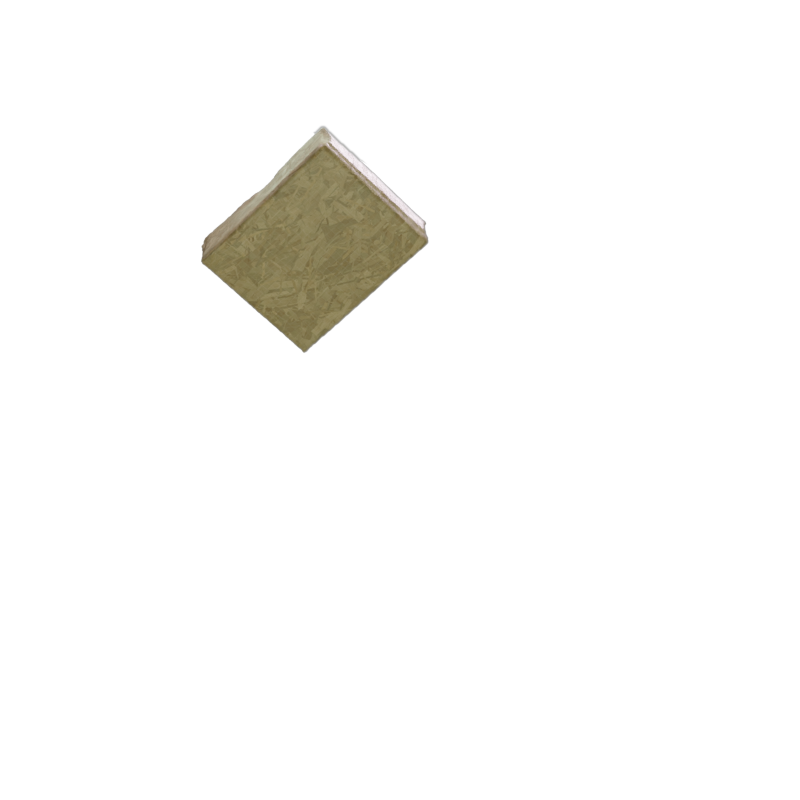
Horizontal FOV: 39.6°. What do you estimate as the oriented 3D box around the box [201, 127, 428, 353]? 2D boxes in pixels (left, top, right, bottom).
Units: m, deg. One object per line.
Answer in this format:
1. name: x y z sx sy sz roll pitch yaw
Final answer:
1. box: -0.043 -0.078 0.548 0.088 0.070 0.032 -41 21 18
